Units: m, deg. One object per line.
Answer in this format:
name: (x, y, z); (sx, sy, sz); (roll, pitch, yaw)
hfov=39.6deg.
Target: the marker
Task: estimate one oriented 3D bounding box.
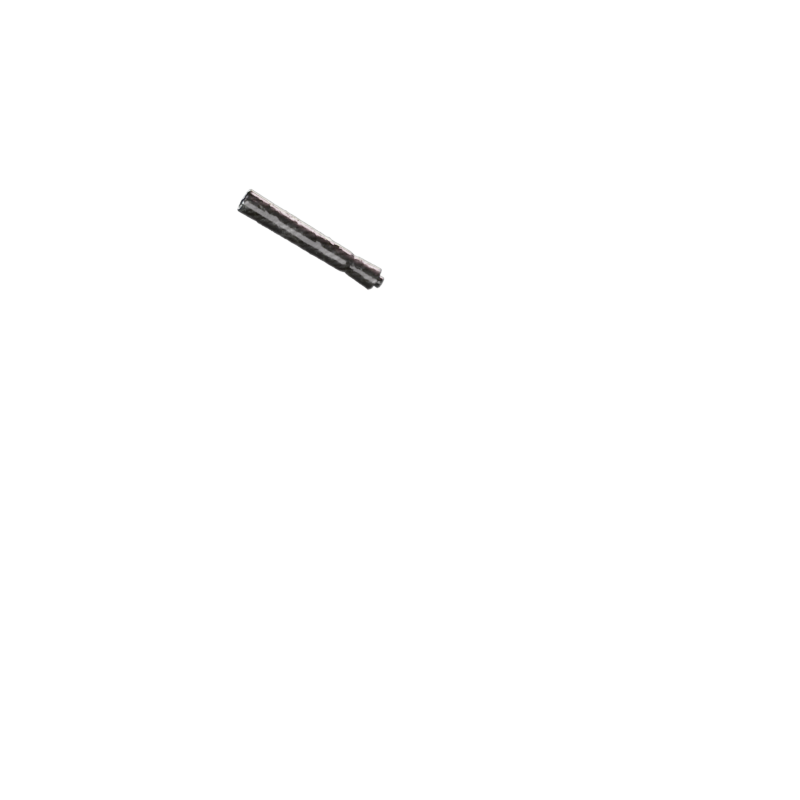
marker: (-0.064, -0.116, 0.816); (0.118, 0.020, 0.020); (30, -4, -12)
